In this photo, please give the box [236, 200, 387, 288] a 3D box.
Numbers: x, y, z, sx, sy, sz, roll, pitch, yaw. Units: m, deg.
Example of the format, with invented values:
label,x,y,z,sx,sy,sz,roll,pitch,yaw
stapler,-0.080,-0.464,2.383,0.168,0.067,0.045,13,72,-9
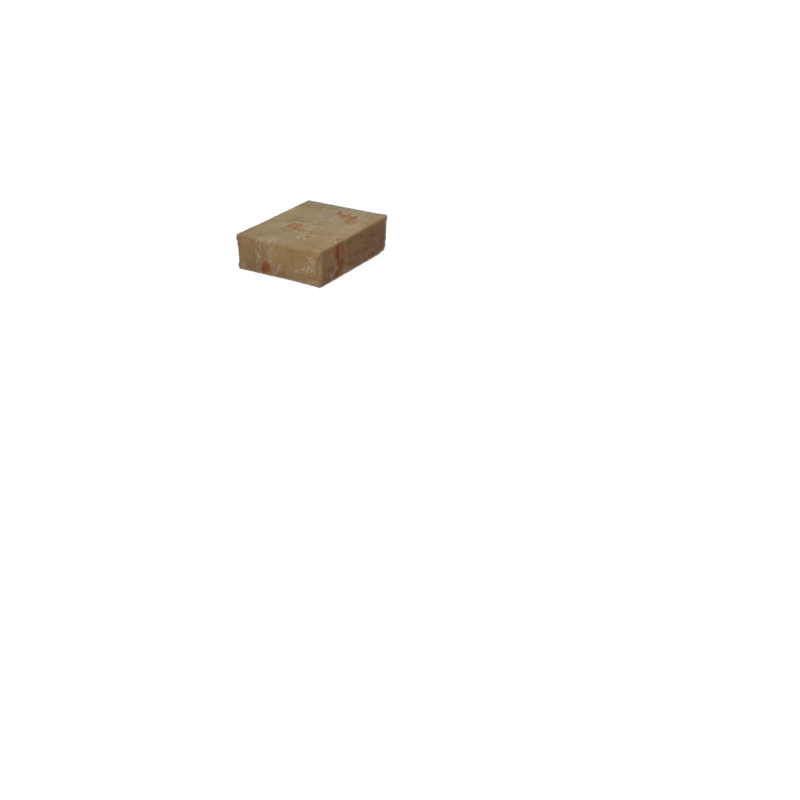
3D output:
label,x,y,z,sx,sy,sz,roll,pitch,yaw
box,-0.078,-0.142,0.992,0.094,0.037,0.114,16,30,29
